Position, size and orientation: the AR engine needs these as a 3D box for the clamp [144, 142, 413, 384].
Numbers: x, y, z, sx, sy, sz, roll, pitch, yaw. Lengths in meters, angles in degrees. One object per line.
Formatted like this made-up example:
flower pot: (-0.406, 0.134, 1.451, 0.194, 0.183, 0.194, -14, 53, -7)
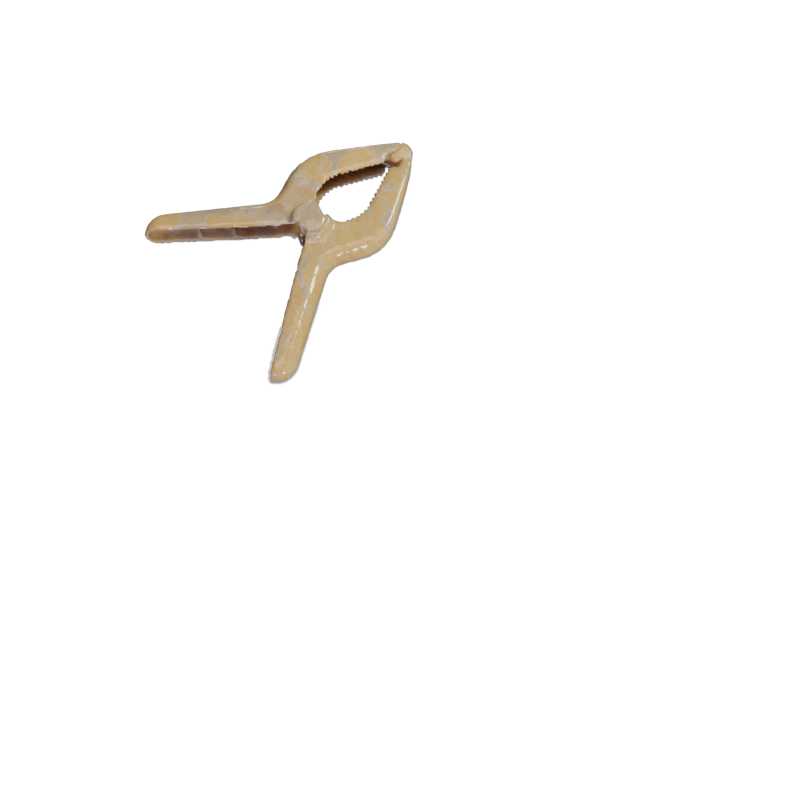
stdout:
clamp: (-0.066, -0.121, 0.845, 0.210, 0.173, 0.034, -32, -20, -13)
